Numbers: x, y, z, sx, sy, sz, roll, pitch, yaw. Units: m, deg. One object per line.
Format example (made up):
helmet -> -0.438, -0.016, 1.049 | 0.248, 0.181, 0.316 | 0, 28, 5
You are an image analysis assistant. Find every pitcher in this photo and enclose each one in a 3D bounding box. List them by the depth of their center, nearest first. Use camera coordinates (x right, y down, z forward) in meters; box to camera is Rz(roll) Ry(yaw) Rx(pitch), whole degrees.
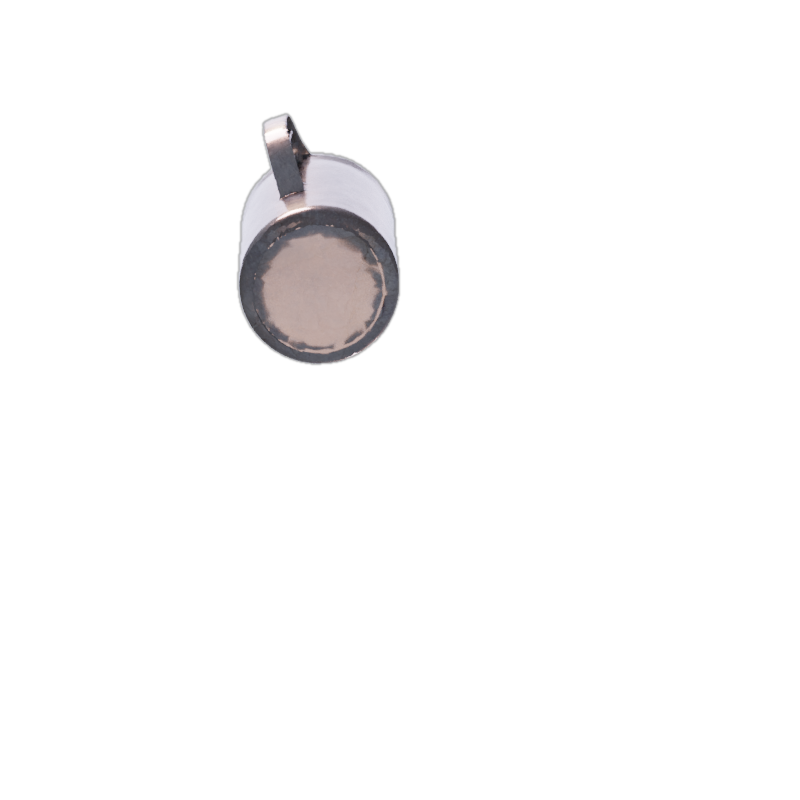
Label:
pitcher -> -0.066, -0.121, 0.846 | 0.147, 0.143, 0.251 | 26, 13, -10
